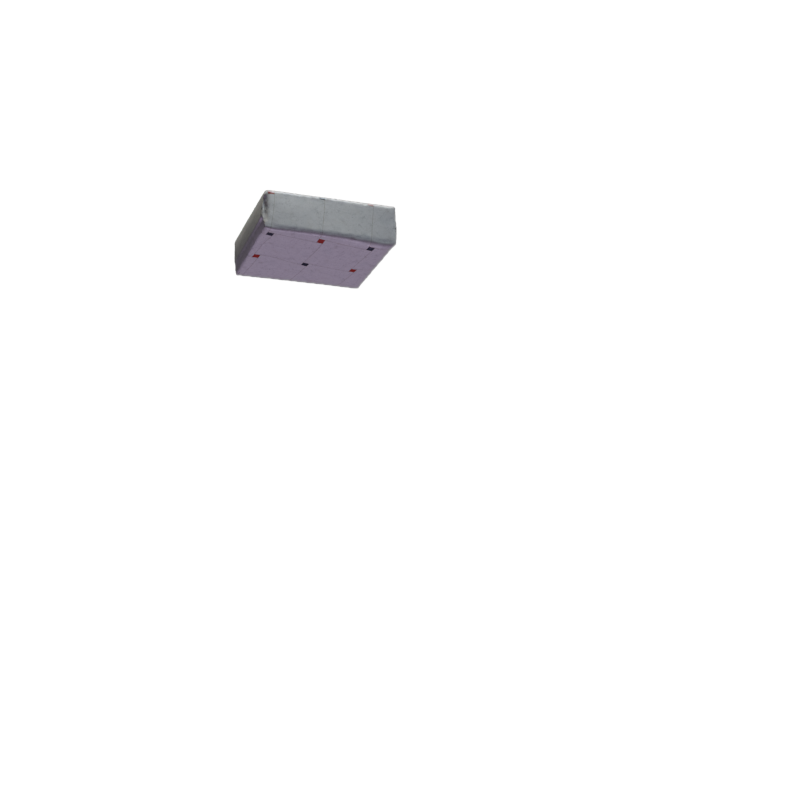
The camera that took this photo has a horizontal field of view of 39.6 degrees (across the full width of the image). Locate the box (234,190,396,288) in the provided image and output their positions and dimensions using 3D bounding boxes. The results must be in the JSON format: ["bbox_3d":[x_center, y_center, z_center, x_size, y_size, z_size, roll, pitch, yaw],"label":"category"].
[{"bbox_3d":[-0.071,-0.129,0.904,0.110,0.041,0.088,7,-22,-19],"label":"box"}]
